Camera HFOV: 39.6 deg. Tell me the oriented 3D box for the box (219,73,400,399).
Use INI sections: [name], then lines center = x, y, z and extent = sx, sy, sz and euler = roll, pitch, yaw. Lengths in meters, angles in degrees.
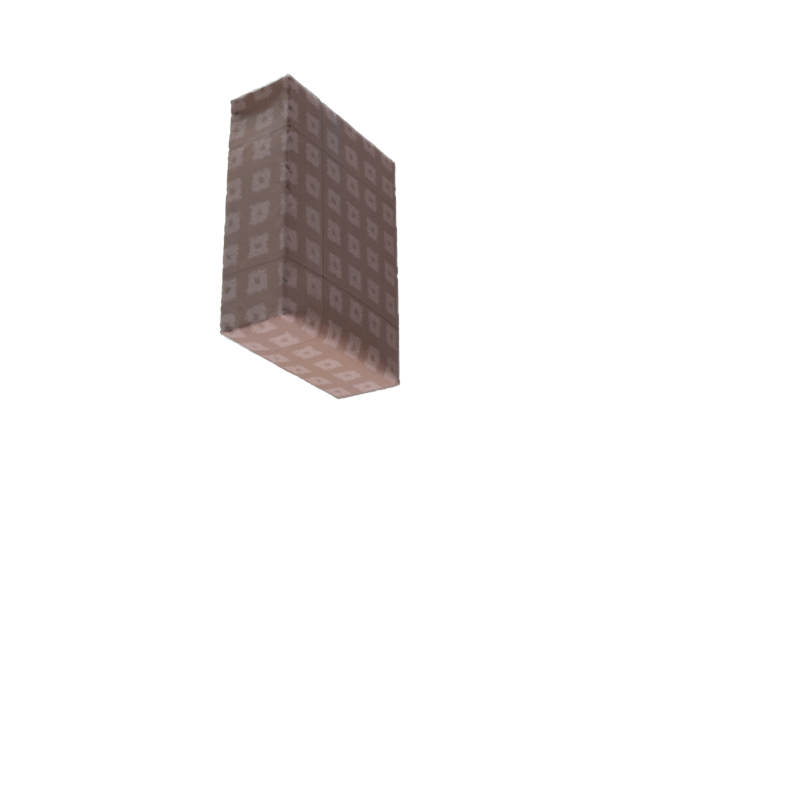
[box]
center = -0.070, -0.128, 0.898
extent = 0.073, 0.226, 0.153
euler = -18, -29, 29
